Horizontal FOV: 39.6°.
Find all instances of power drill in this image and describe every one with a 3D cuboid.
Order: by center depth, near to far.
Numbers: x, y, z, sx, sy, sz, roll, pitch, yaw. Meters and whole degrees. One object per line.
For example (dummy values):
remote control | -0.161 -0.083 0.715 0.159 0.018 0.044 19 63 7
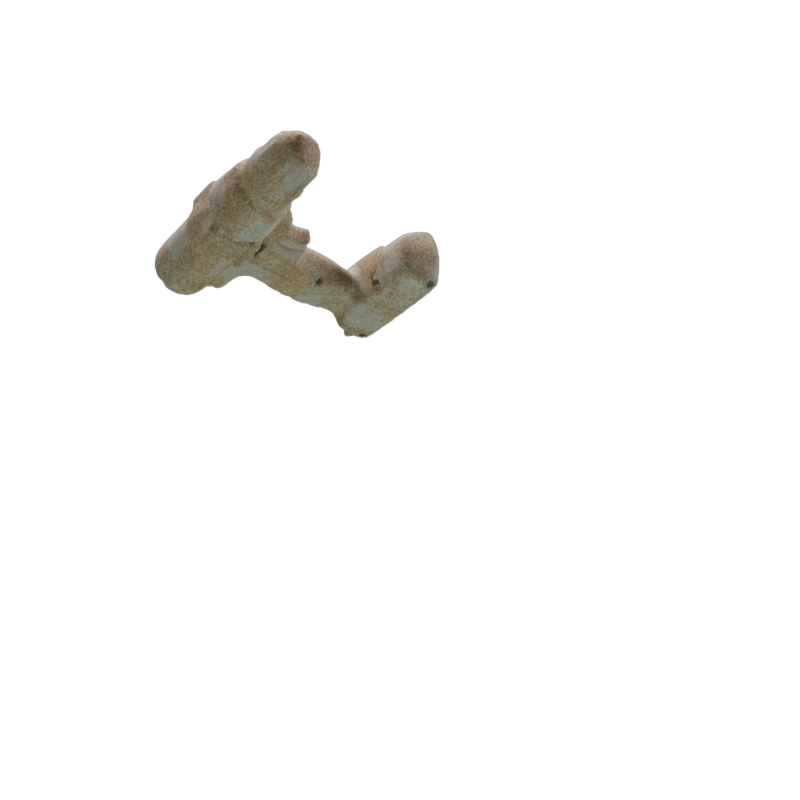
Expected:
power drill | -0.065 -0.118 0.825 0.178 0.061 0.182 20 -35 -32
